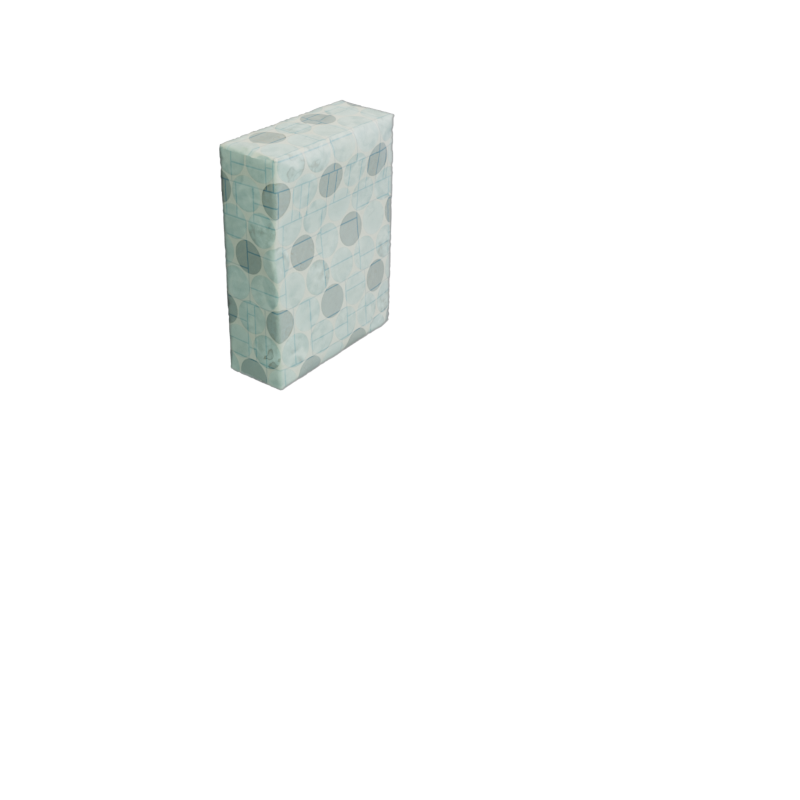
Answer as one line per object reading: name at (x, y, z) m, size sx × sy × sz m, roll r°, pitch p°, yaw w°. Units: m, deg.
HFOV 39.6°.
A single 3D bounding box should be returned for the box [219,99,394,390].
box at (-0.077, -0.140, 0.983) m, size 0.076 × 0.202 × 0.164 m, roll 20°, pitch 33°, yaw 31°
